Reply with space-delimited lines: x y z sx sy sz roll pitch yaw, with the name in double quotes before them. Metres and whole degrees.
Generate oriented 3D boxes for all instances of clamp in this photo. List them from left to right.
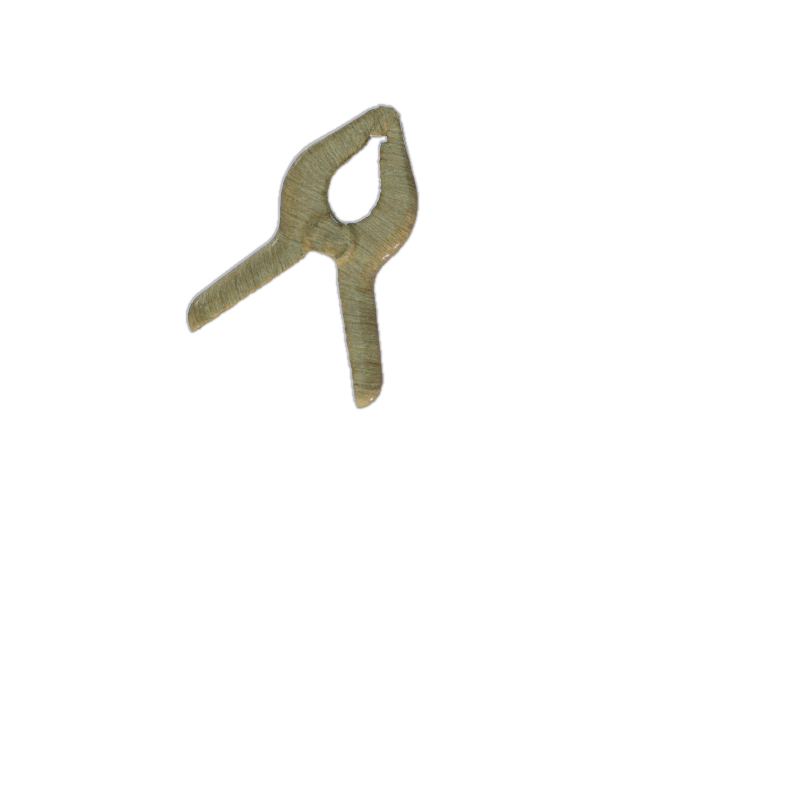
"clamp" -0.050 -0.091 0.638 0.120 0.171 0.039 15 2 -1
